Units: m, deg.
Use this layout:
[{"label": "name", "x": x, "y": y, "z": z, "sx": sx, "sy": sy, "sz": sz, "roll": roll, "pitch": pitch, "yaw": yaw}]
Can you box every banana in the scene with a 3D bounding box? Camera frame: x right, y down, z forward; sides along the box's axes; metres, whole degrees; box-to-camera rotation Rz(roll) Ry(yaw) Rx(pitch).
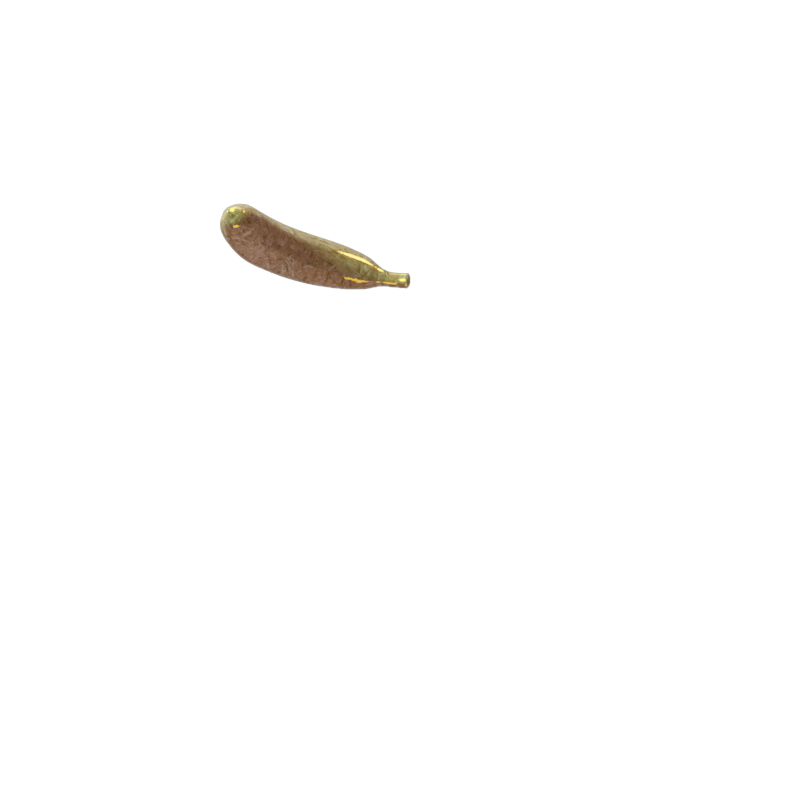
[{"label": "banana", "x": -0.077, "y": -0.115, "z": 0.836, "sx": 0.071, "sy": 0.038, "sz": 0.187, "roll": -10, "pitch": -14, "yaw": 39}]
